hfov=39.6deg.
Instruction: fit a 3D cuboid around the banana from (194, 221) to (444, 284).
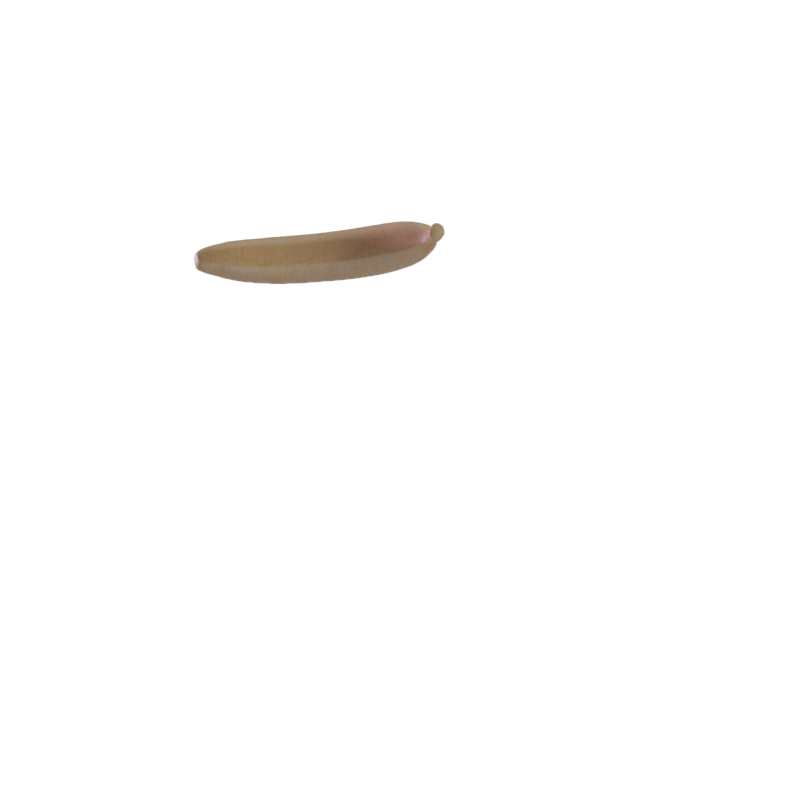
[{"bbox_3d":[-0.055,-0.114,0.838,0.201,0.038,0.065,-6,-18,19],"label":"banana"}]
